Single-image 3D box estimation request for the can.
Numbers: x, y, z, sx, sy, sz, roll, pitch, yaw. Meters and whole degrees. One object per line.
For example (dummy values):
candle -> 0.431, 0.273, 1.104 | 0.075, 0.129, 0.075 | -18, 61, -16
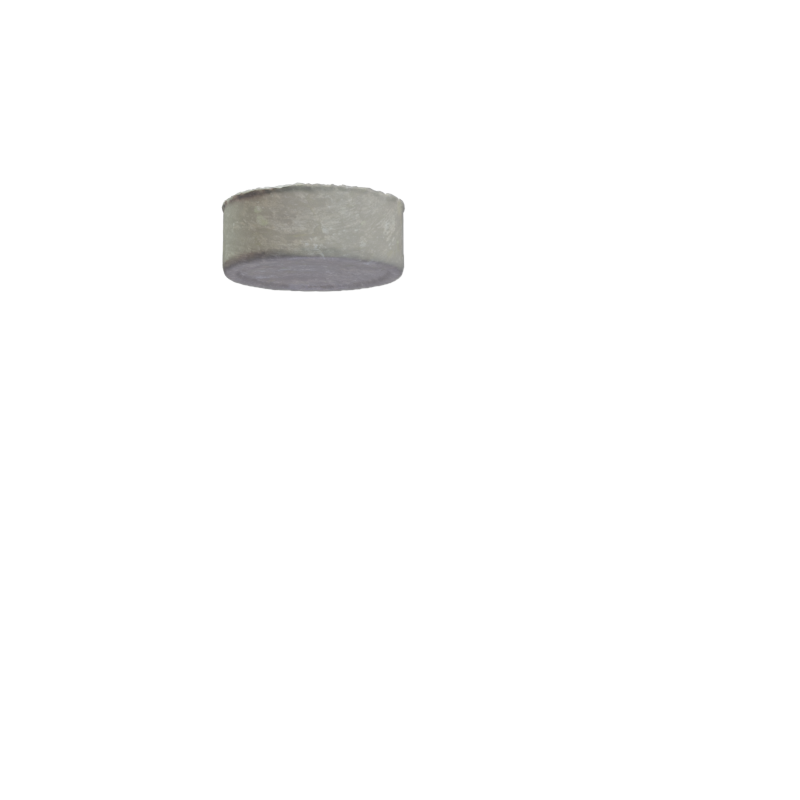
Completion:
can -> -0.040, -0.074, 0.517 | 0.086, 0.034, 0.084 | 0, -6, -2
